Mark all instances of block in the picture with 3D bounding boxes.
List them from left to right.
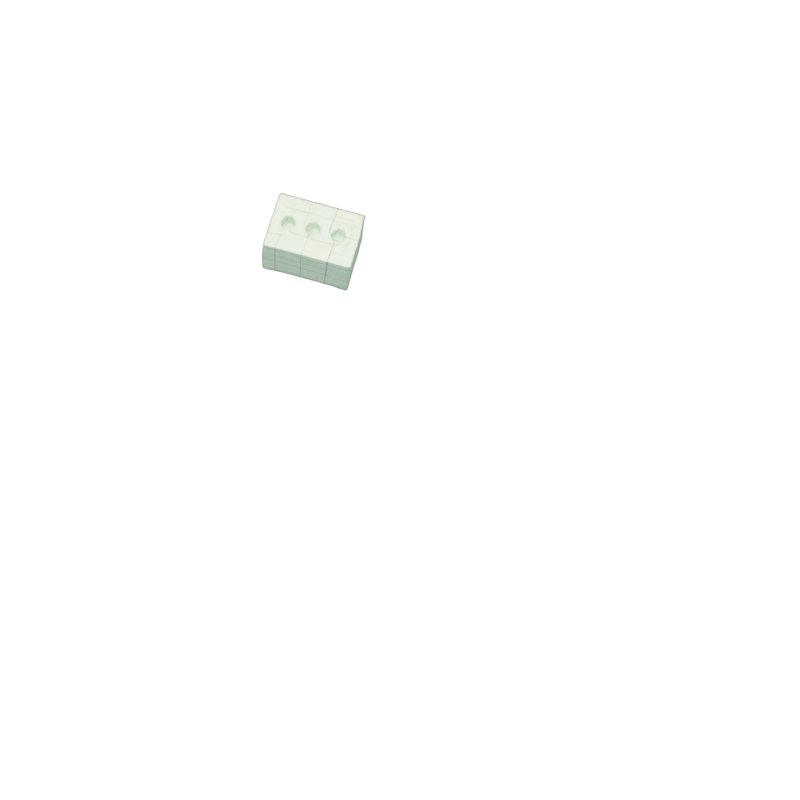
[{"bbox_3d":[-0.074,-0.135,0.946,0.079,0.055,0.049,15,-21,5],"label":"block"}]
